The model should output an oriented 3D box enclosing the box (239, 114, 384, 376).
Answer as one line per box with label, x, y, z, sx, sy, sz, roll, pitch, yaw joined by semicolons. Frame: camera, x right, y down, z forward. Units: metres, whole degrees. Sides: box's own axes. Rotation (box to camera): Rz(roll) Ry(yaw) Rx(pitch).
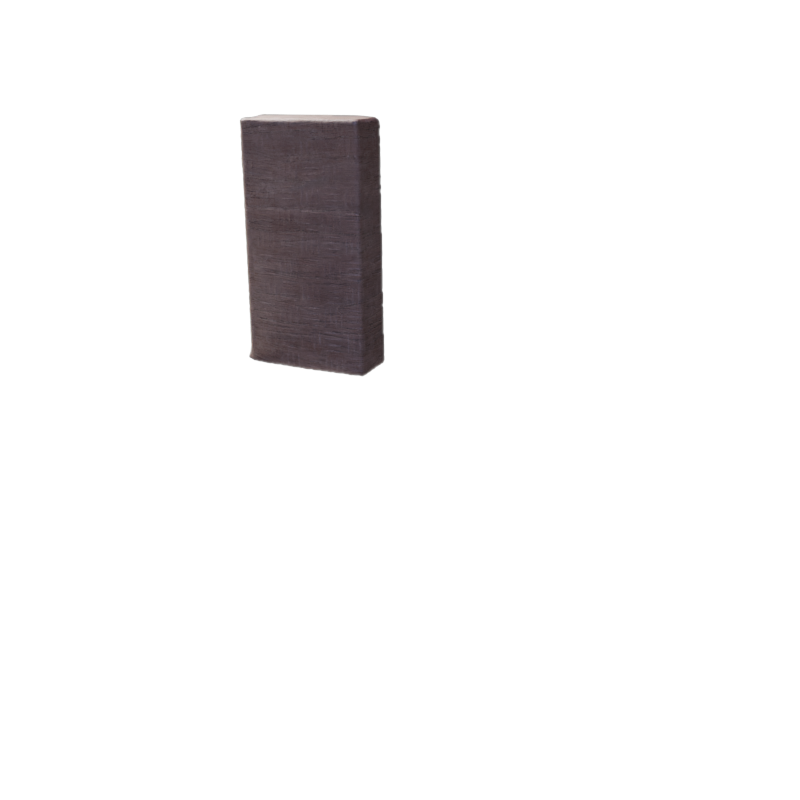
box;-0.060;-0.111;0.776;0.097;0.172;0.047;6;11;25
